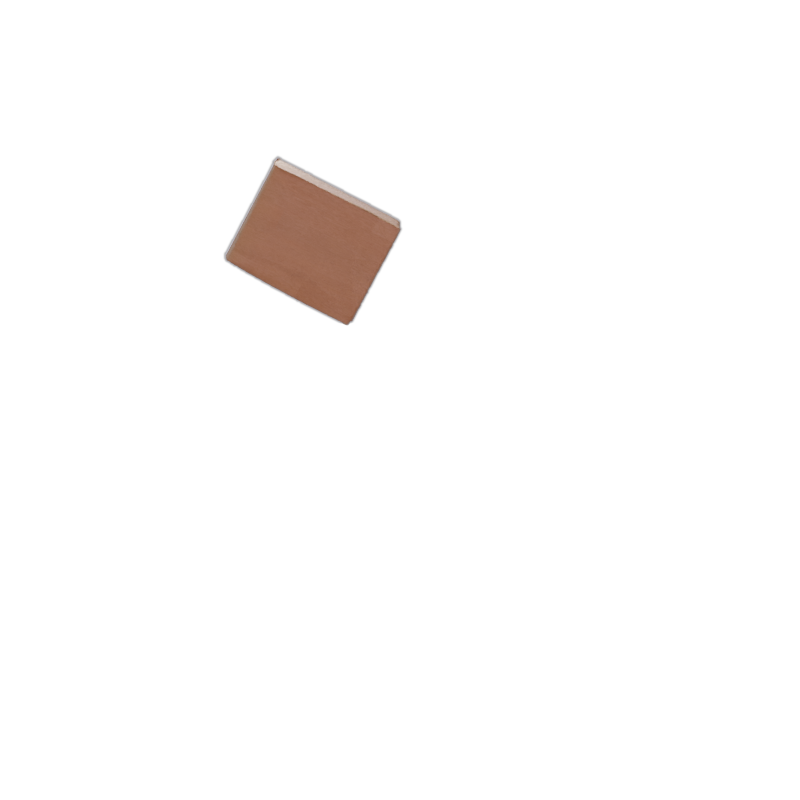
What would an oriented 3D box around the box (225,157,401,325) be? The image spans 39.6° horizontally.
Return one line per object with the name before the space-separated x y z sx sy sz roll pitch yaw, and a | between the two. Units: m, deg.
box | -0.068 -0.124 0.868 0.112 0.088 0.040 27 12 -7
